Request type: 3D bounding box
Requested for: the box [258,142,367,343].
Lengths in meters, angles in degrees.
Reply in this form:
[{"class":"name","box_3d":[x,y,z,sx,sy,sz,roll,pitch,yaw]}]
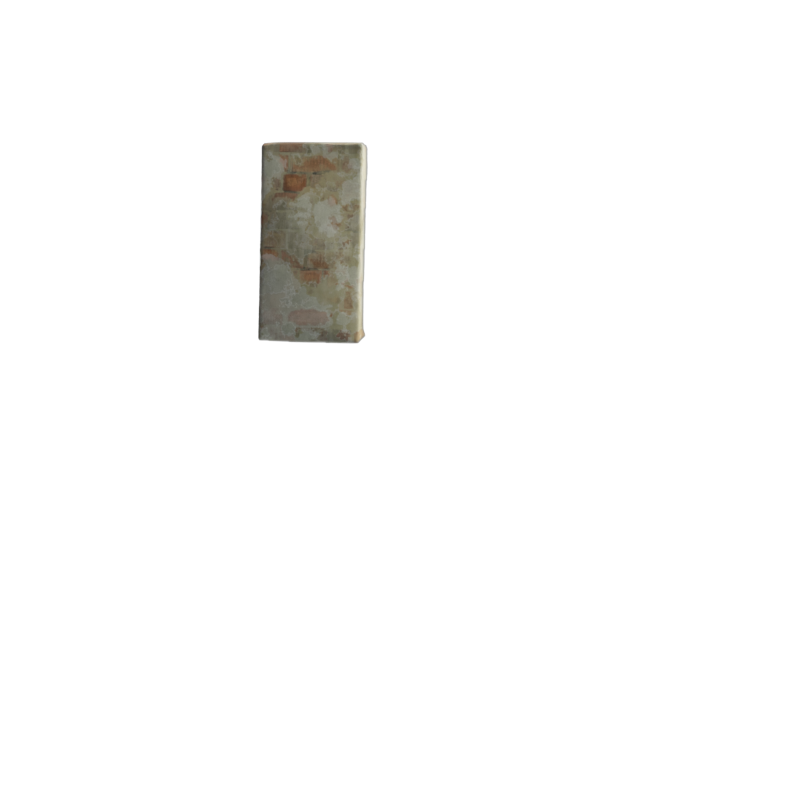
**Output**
[{"class":"box","box_3d":[-0.077,-0.141,0.987,0.094,0.175,0.048,1,3,7]}]
